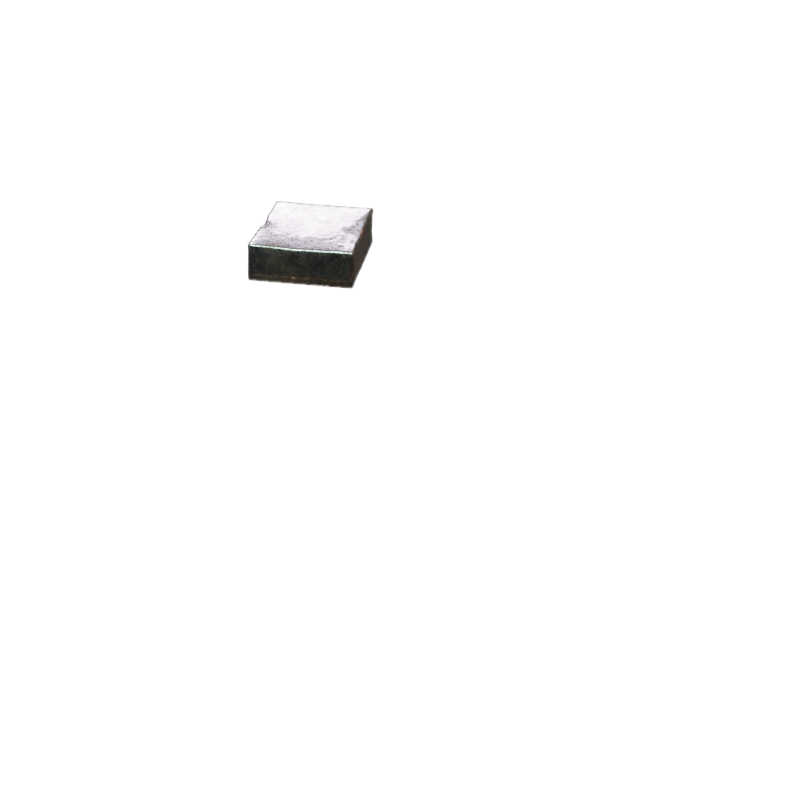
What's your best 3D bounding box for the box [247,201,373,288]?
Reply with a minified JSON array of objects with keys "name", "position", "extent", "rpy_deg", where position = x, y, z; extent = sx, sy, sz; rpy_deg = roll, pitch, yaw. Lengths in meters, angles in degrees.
[{"name":"box","position":[-0.061,-0.111,0.779],"extent":[0.074,0.028,0.093],"rpy_deg":[5,29,8]}]
